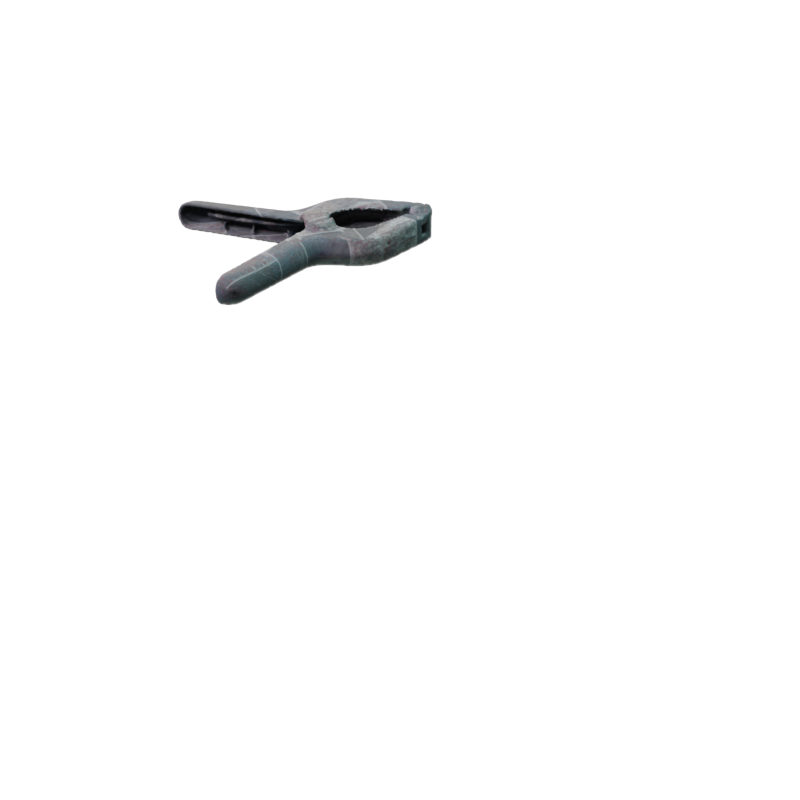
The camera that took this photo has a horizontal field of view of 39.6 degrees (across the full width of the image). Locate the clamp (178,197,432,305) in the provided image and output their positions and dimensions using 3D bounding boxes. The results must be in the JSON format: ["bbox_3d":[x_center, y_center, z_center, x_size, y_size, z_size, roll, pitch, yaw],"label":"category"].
[{"bbox_3d":[-0.071,-0.129,0.904,0.208,0.034,0.176,-6,33,-10],"label":"clamp"}]
